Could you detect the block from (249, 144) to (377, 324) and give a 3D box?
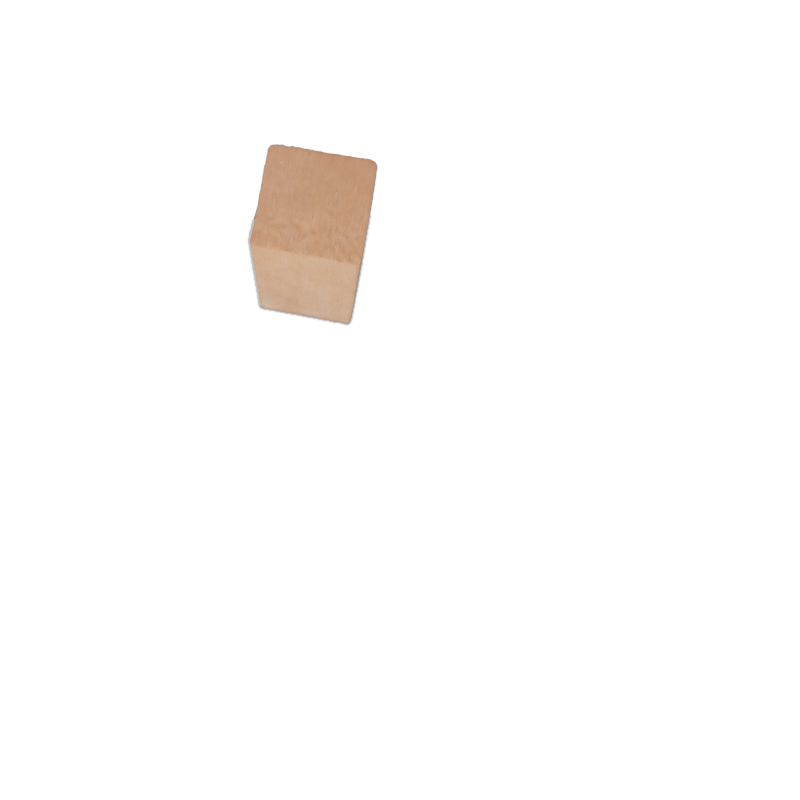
[{"bbox_3d":[-0.075,-0.139,0.968,0.091,0.093,0.200,10,-11,-2],"label":"block"}]
